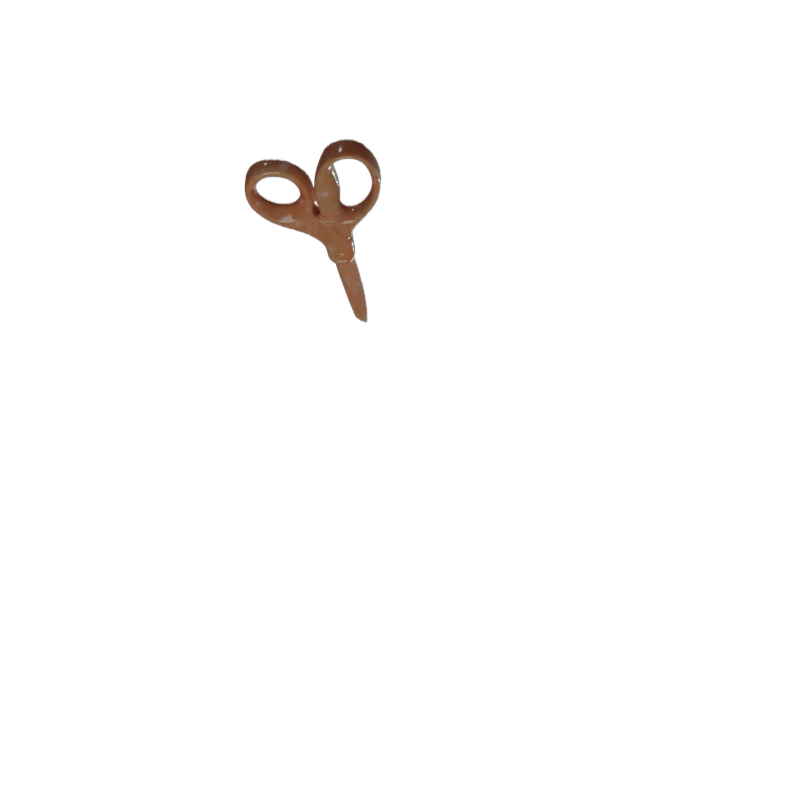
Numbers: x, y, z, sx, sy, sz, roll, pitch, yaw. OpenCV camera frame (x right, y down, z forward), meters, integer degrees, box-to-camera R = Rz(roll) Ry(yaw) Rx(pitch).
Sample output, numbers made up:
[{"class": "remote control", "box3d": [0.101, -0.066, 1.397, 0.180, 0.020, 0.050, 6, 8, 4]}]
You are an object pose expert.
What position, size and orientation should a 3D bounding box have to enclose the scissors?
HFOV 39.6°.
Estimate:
[{"class": "scissors", "box3d": [-0.059, -0.108, 0.758, 0.095, 0.017, 0.190, 4, -31, -6]}]
